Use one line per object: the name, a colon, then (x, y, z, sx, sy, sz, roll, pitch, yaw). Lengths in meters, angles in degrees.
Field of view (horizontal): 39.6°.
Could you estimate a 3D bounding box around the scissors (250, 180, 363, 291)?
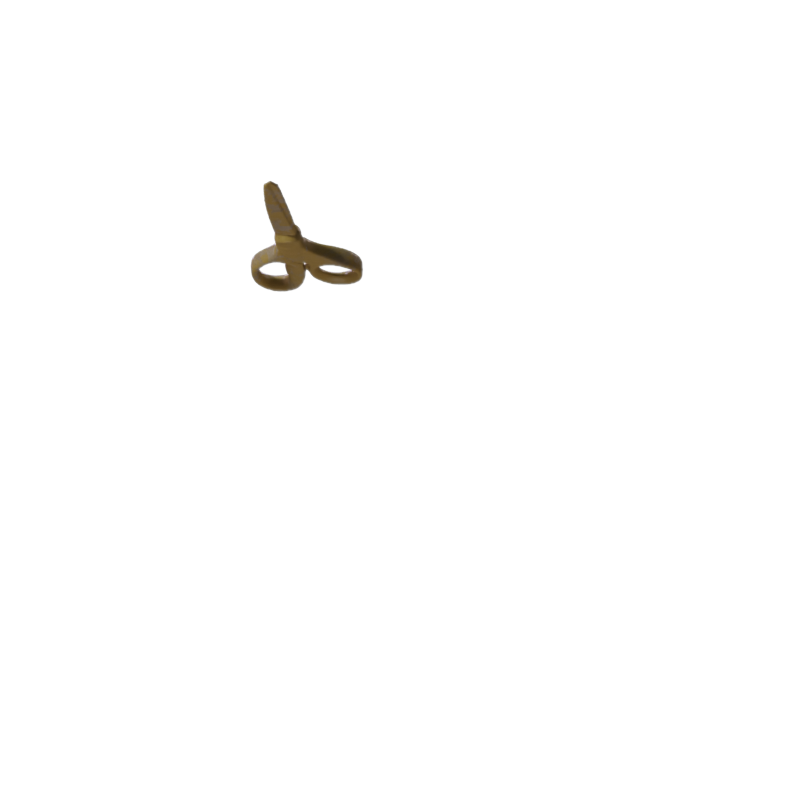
scissors: (-0.063, -0.115, 0.806, 0.095, 0.016, 0.197, 3, -13, -13)
